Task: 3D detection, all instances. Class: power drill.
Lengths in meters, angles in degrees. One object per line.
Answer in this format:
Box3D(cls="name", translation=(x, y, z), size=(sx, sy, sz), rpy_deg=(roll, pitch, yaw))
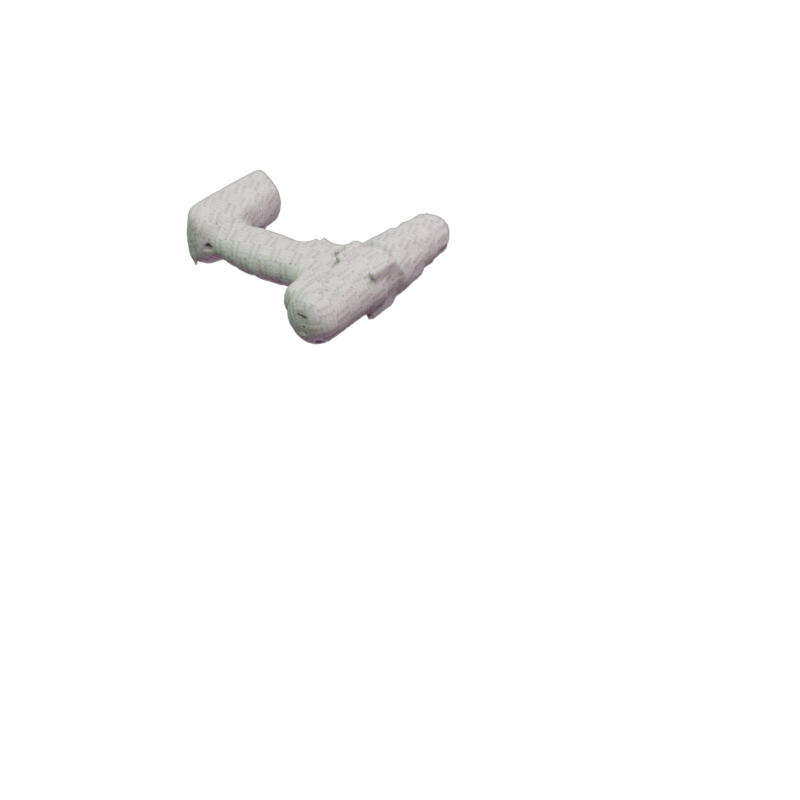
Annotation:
Box3D(cls="power drill", translation=(-0.074, -0.135, 0.948), size=(0.199, 0.054, 0.186), rpy_deg=(26, 44, 30))
